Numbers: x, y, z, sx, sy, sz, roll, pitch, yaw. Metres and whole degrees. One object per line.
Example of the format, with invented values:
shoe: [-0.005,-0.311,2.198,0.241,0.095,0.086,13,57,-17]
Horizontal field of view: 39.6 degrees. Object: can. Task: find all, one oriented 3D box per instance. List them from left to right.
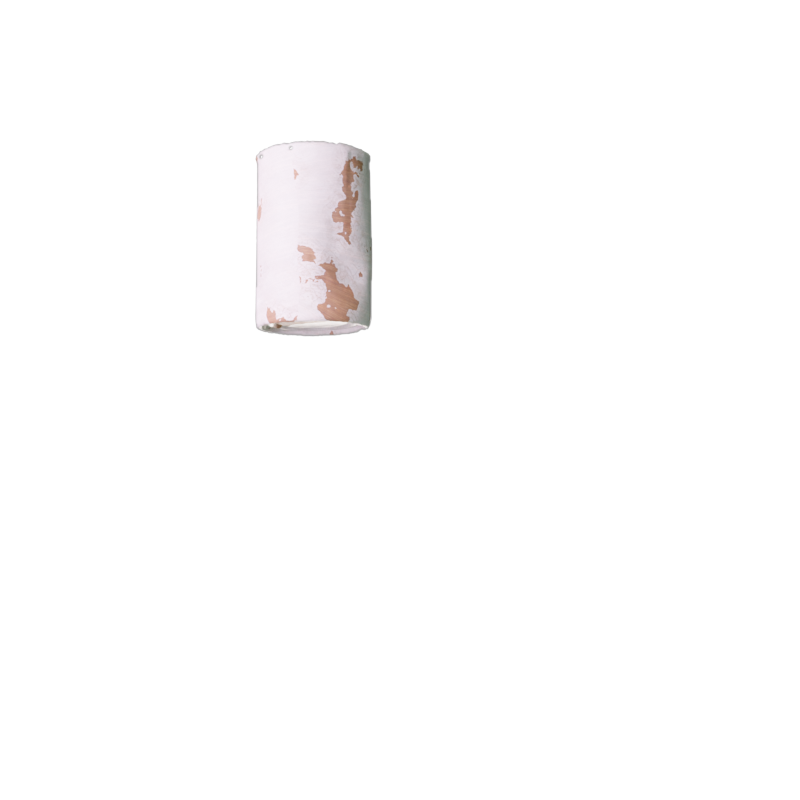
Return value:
can: [-0.050,-0.092,0.644,0.068,0.105,0.067,0,-10,-2]
